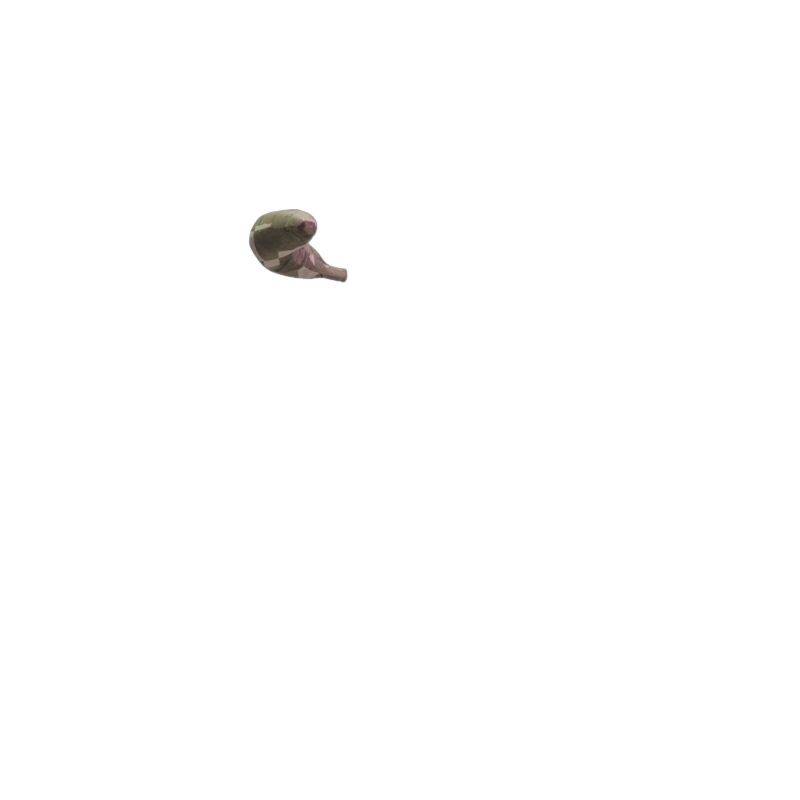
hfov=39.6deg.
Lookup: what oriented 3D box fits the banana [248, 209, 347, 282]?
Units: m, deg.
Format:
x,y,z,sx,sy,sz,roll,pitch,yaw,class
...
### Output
x,y,z,sx,sy,sz,roll,pitch,yaw,class
-0.087,-0.125,0.885,0.070,0.037,0.193,-1,-3,5,banana
